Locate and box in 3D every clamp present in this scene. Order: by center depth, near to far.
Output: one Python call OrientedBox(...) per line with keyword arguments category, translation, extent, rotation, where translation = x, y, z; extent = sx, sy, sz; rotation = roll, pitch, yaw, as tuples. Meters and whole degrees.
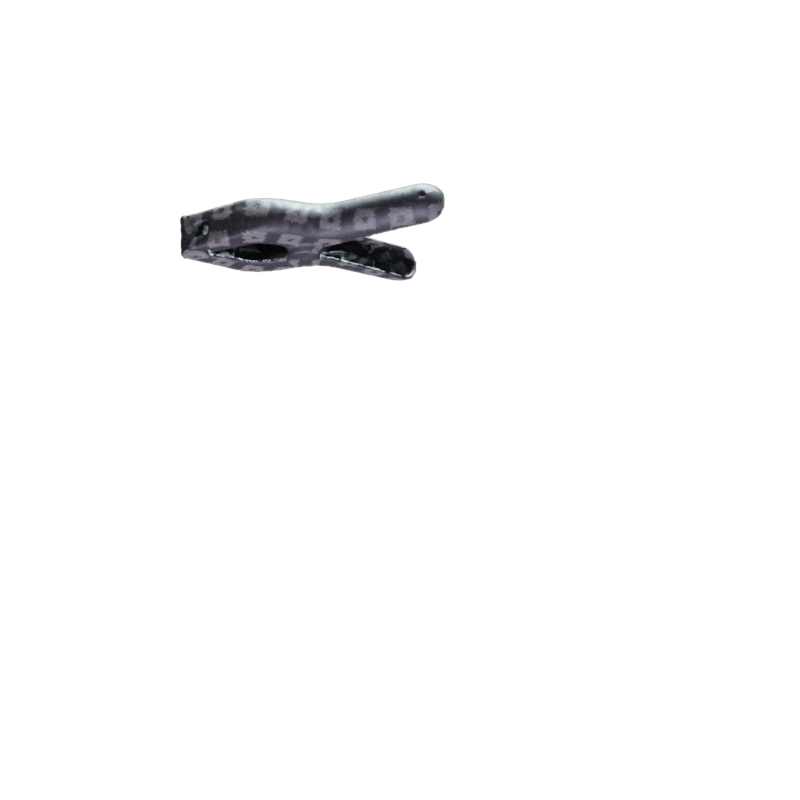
OrientedBox(category="clamp", translation=(-0.058, -0.106, 0.742), extent=(0.172, 0.041, 0.113), rotation=(-1, -23, 2))
